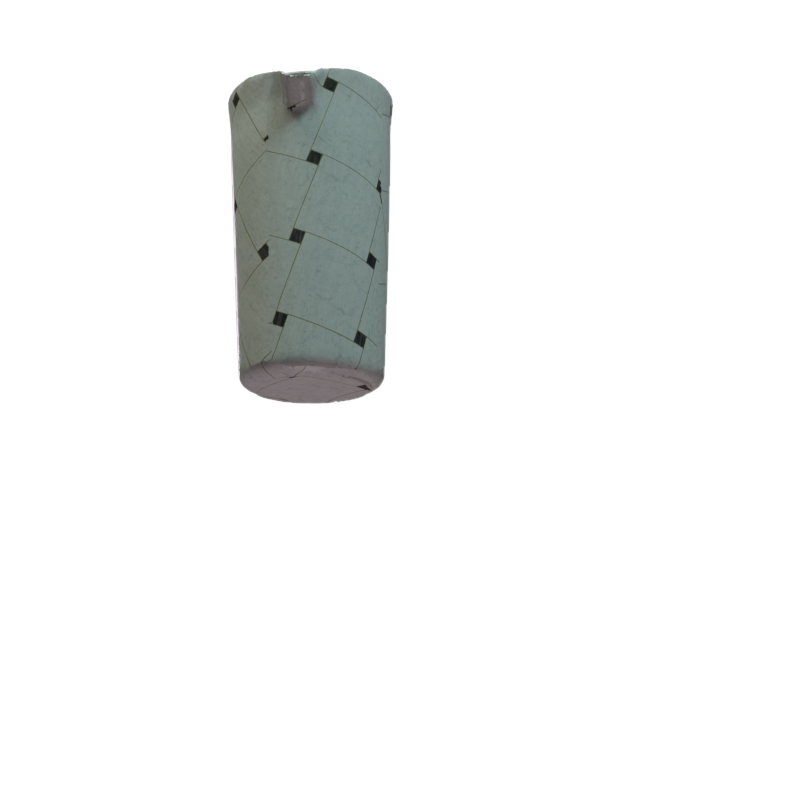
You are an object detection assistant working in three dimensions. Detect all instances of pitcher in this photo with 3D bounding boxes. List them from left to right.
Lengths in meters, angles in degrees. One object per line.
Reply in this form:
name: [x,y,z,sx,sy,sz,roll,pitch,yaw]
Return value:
pitcher: [-0.068,-0.124,0.867,0.141,0.255,0.146,15,-25,-40]
